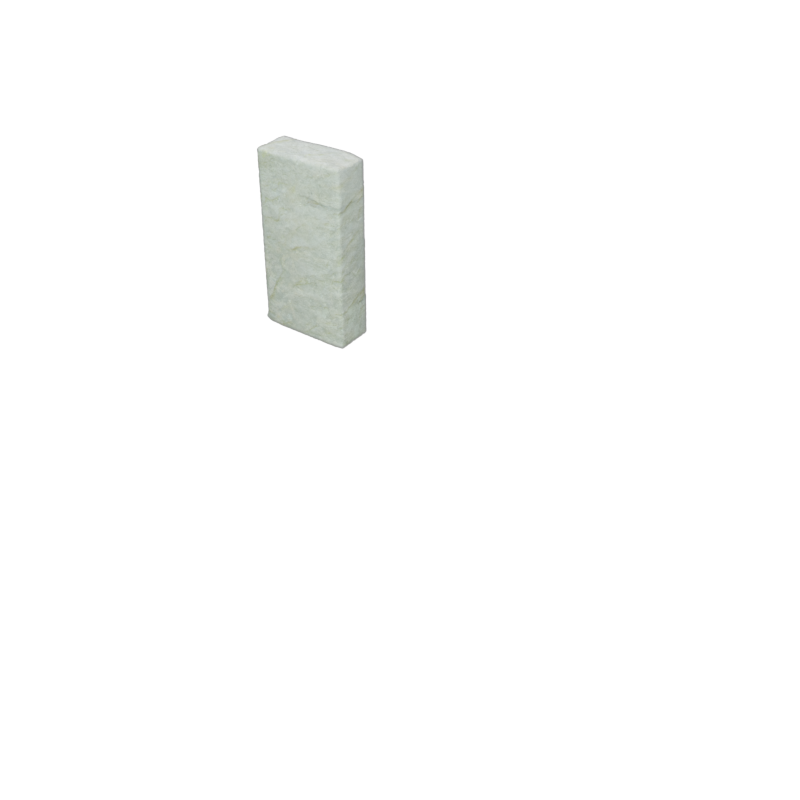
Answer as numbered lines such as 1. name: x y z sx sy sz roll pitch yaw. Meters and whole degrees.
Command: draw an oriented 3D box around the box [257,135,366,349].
1. box: -0.078 -0.142 0.996 0.099 0.167 0.048 21 33 32
